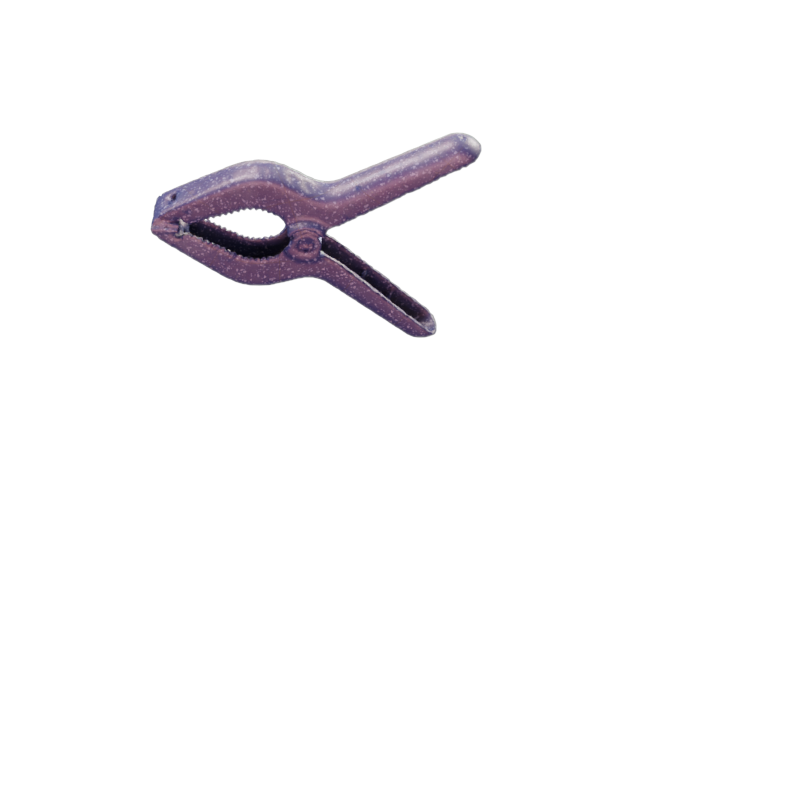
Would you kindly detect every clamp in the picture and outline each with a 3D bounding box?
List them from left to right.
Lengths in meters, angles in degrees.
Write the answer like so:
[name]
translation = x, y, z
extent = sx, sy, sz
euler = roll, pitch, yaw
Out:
[clamp]
translation = -0.058, -0.105, 0.737
extent = 0.210, 0.153, 0.039
euler = 0, 40, -1
